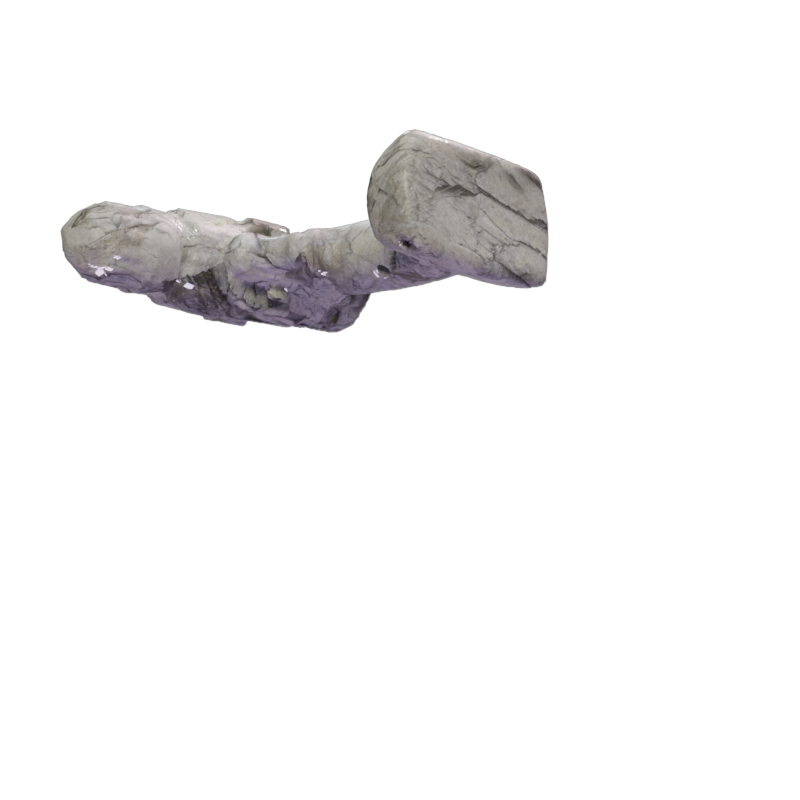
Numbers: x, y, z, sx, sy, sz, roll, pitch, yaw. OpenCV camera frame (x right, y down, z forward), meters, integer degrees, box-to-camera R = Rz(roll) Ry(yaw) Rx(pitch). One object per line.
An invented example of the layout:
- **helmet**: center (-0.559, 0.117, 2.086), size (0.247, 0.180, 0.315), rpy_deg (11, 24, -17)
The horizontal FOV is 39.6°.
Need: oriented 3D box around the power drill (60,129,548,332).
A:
- **power drill**: center (-0.041, -0.075, 0.526), size (0.193, 0.059, 0.175), rpy_deg (-6, -8, 44)
